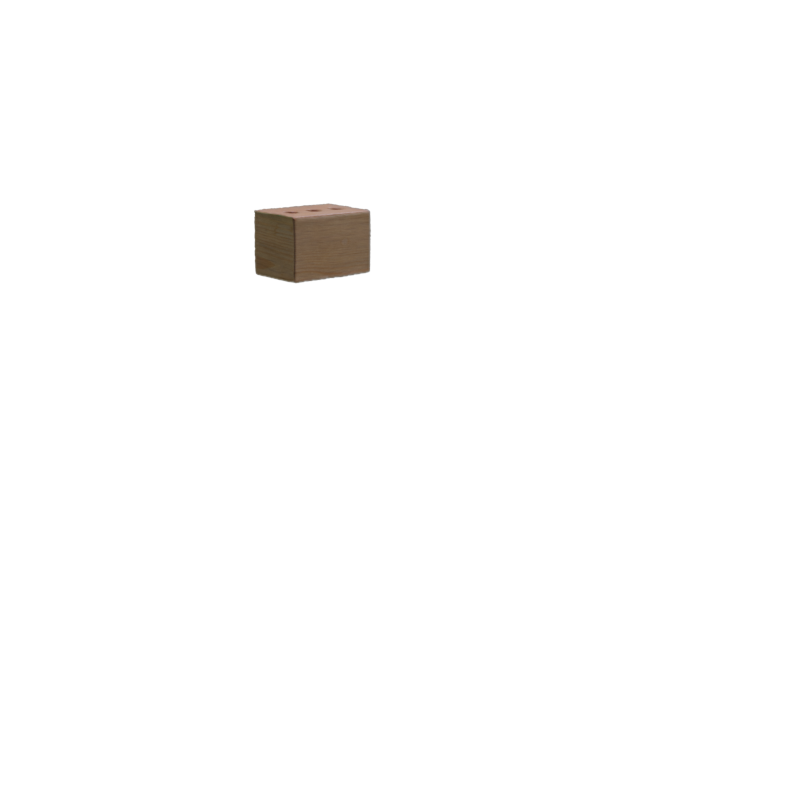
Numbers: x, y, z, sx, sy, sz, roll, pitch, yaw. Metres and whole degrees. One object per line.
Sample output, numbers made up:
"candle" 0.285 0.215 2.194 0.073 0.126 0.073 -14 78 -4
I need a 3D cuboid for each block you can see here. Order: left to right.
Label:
"block" -0.067 -0.123 0.862 0.076 0.050 0.056 -12 17 -40
